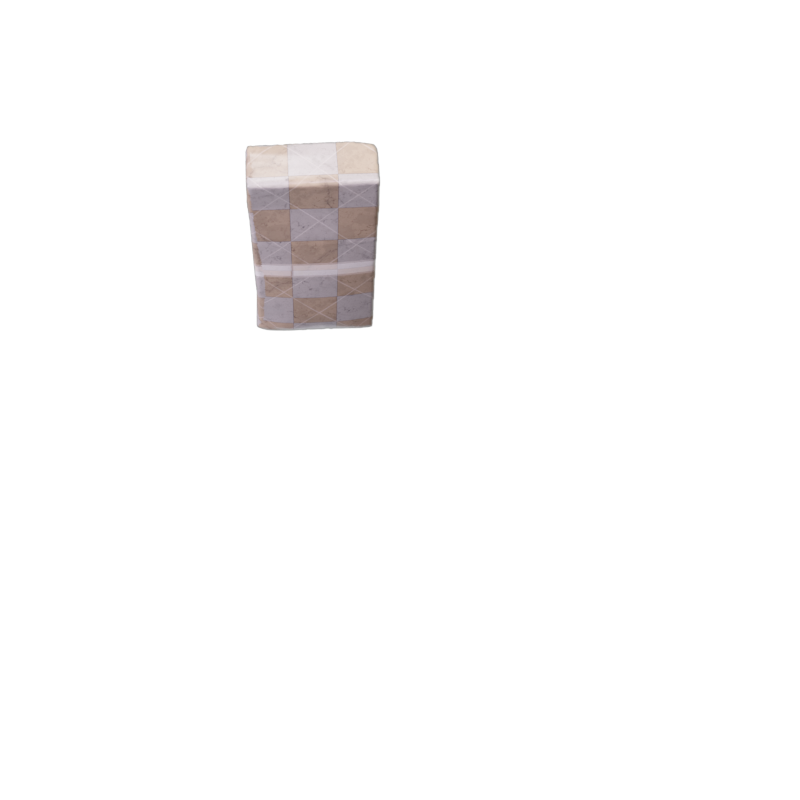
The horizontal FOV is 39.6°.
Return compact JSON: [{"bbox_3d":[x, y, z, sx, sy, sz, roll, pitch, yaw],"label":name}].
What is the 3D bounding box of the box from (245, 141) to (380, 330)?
[{"bbox_3d":[-0.064,-0.118,0.822,0.093,0.052,0.165,-1,-35,-4],"label":"box"}]
